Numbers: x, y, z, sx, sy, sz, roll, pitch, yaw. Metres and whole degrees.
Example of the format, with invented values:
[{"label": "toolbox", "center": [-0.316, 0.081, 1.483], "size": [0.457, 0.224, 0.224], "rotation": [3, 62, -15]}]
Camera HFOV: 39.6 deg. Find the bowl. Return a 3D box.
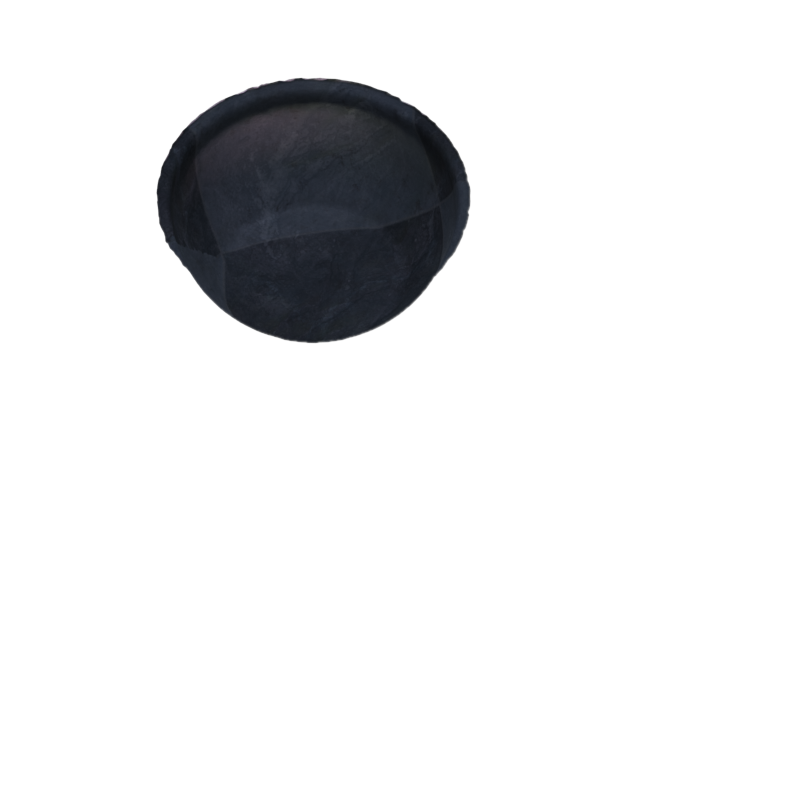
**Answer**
[{"label": "bowl", "center": [-0.043, -0.079, 0.553], "size": [0.162, 0.059, 0.151], "rotation": [1, -44, -1]}]
